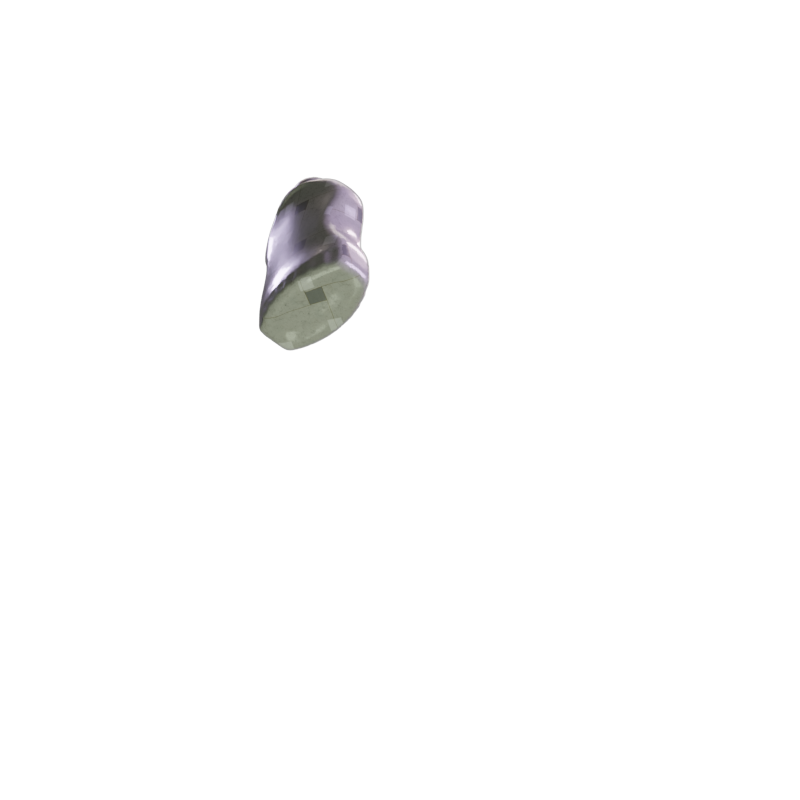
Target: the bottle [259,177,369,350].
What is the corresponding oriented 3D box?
[{"bbox_3d":[-0.072,-0.131,0.920,0.055,0.205,0.095,36,-62,-27],"label":"bottle"}]
